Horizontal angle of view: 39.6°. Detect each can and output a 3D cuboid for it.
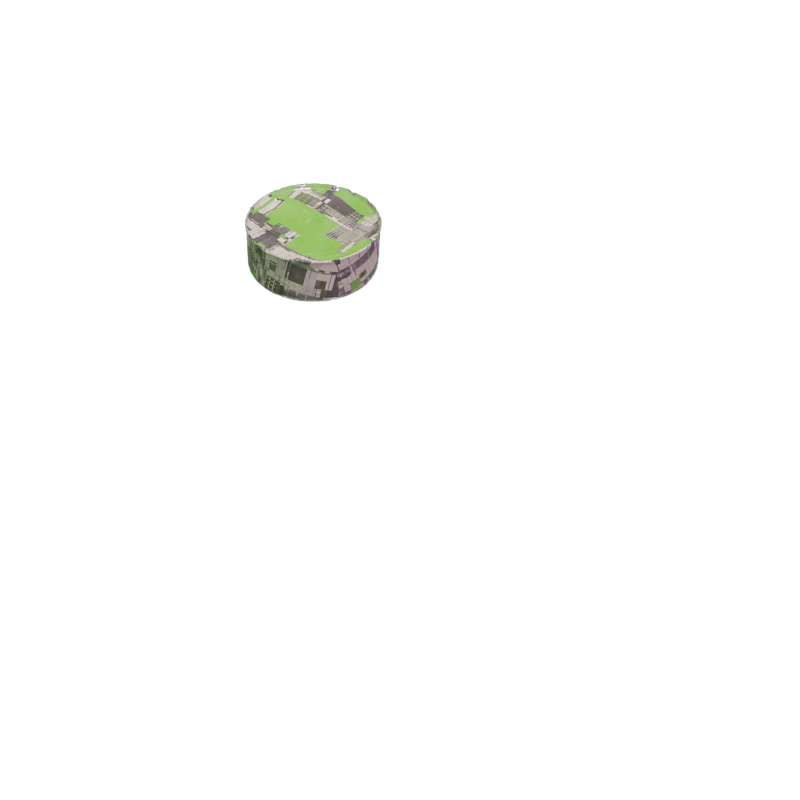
[{"bbox_3d":[-0.055,-0.101,0.706,0.086,0.031,0.092,-1,41,-2],"label":"can"}]
